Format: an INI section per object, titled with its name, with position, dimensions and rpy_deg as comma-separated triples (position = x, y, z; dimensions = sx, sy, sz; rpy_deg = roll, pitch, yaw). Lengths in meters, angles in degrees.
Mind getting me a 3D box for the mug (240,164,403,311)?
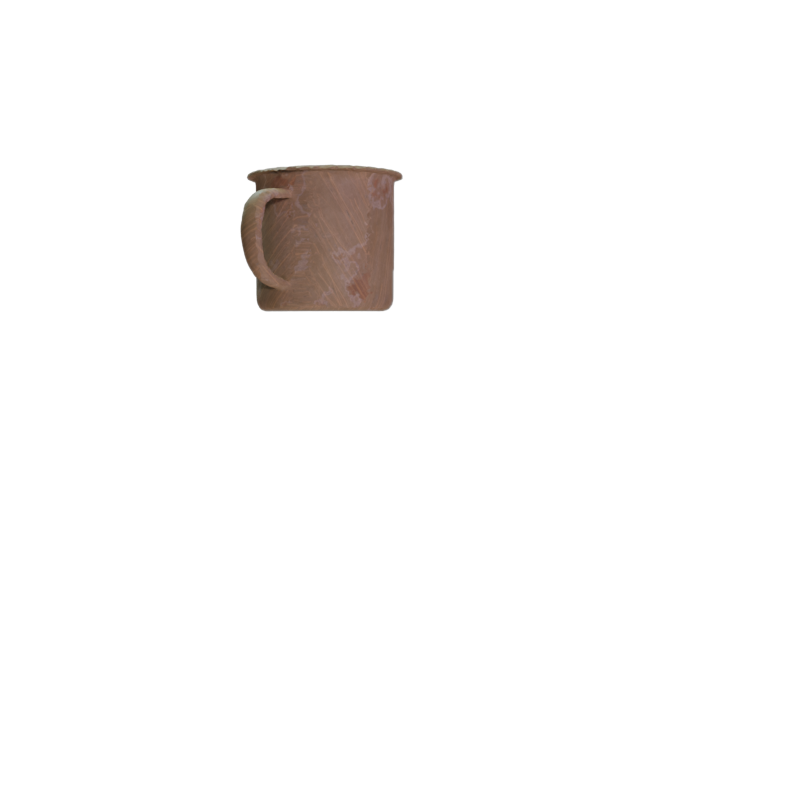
[mug]
position = -0.051, -0.093, 0.649
dimensions = 0.096, 0.082, 0.113
rpy_deg = 0, 2, 32
